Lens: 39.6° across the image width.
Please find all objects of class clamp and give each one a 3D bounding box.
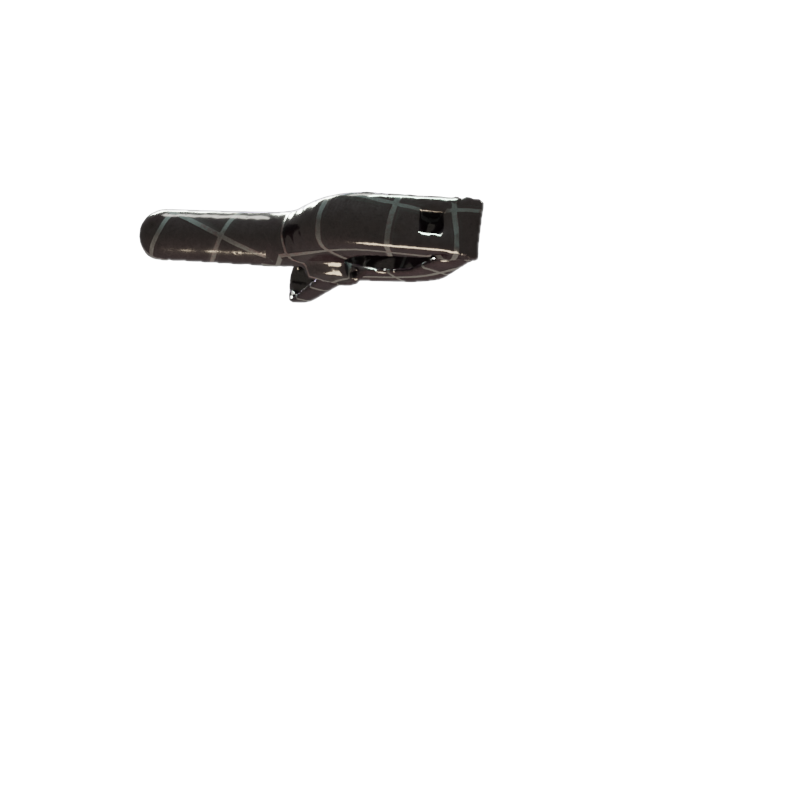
[{"bbox_3d":[-0.042,-0.076,0.531,0.114,0.040,0.176,5,-7,-40],"label":"clamp"}]
